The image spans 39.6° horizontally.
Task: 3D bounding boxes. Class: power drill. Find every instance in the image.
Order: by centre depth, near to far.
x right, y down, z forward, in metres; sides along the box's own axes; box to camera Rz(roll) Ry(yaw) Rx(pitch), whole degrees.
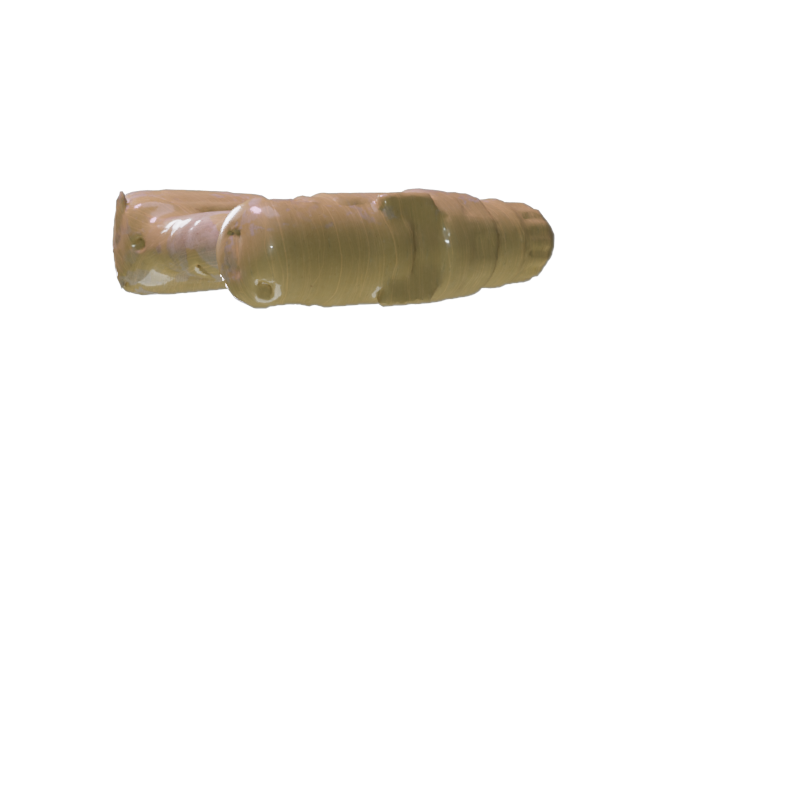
[{"bbox_3d":[-0.043,-0.079,0.553,0.178,0.057,0.196,-6,9,-39],"label":"power drill"}]
